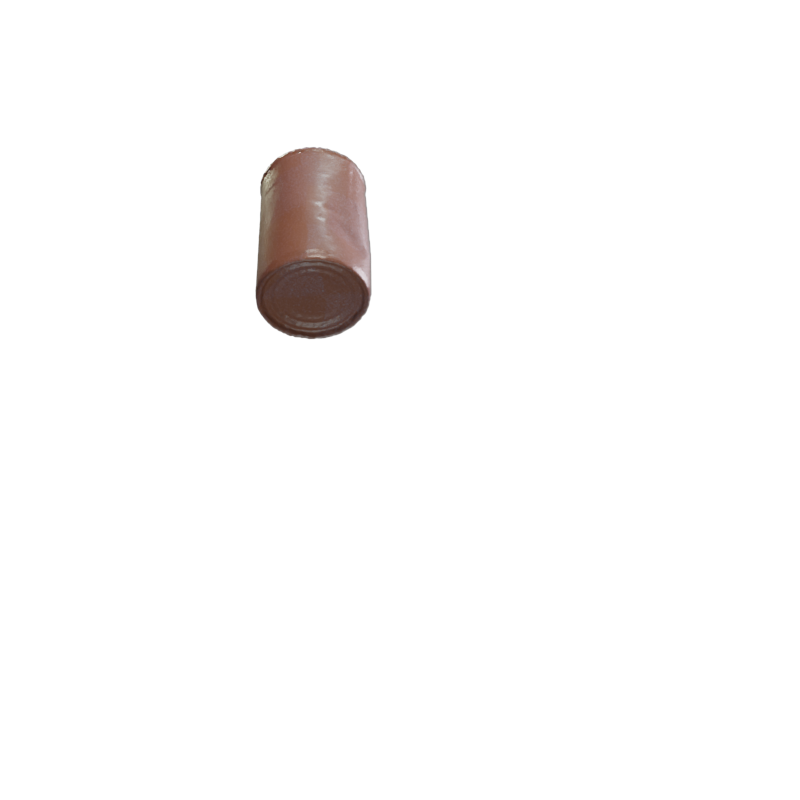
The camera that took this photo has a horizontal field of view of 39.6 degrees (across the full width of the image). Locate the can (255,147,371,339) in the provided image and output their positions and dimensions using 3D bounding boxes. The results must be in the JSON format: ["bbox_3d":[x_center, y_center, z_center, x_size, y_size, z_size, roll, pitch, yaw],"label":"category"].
[{"bbox_3d":[-0.053,-0.096,0.671,0.068,0.110,0.064,-1,-44,-3],"label":"can"}]
